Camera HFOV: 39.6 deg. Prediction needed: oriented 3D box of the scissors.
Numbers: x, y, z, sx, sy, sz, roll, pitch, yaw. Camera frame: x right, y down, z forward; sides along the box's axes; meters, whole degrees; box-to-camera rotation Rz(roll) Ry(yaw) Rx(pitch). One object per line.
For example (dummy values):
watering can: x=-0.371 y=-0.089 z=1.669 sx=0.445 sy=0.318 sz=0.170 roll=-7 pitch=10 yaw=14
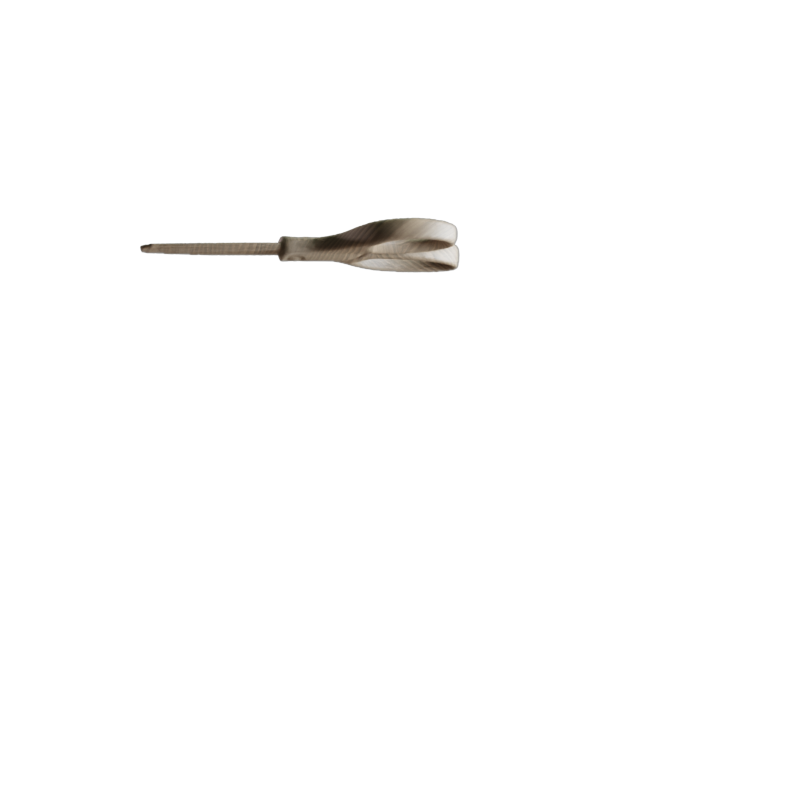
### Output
scissors: x=-0.053 y=-0.097 z=0.681 sx=0.197 sy=0.016 sz=0.095 roll=2 pitch=-9 yaw=-16
